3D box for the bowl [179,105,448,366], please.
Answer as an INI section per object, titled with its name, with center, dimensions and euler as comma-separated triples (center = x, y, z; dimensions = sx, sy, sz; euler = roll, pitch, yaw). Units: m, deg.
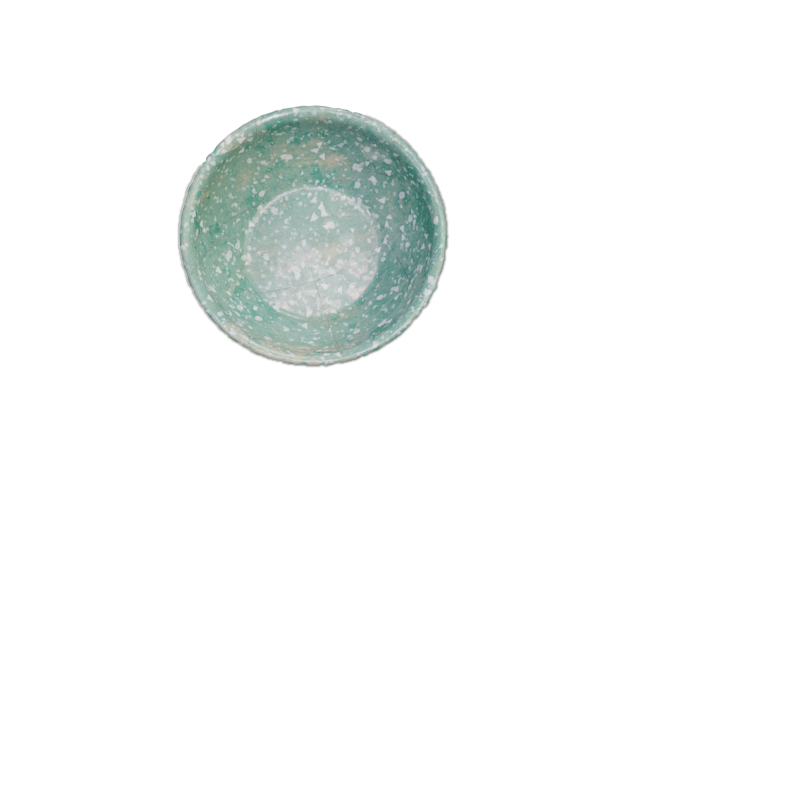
[bowl]
center = -0.054, -0.099, 0.691
dimensions = 0.162, 0.167, 0.053
euler = 0, -12, -1
